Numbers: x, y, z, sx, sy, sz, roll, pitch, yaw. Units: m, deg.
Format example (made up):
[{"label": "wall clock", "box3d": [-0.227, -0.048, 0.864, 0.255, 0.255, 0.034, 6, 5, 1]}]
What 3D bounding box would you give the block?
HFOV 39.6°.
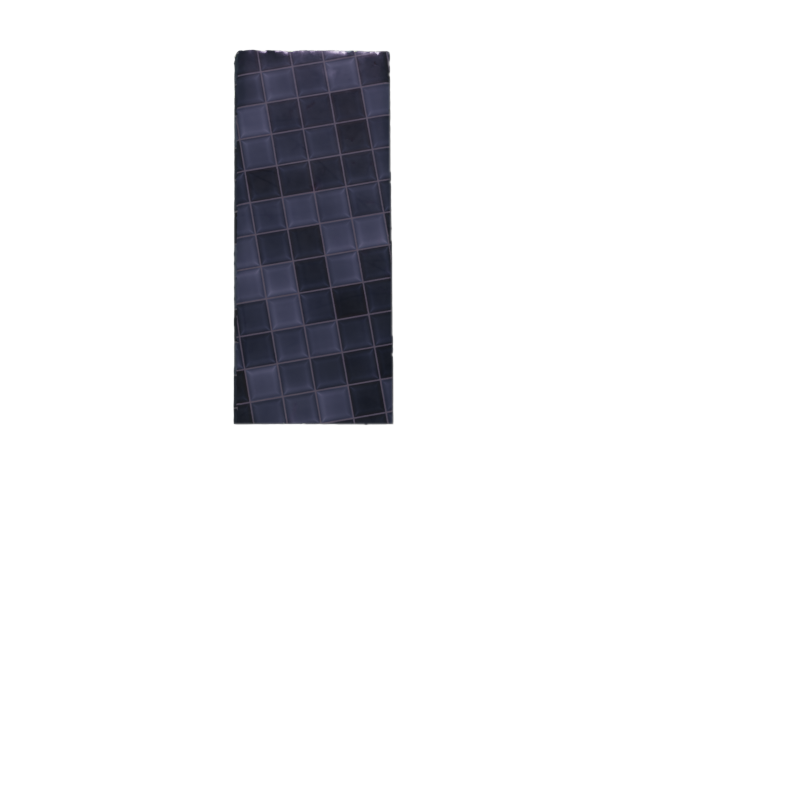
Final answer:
[{"label": "block", "box3d": [-0.052, -0.093, 0.650, 0.090, 0.209, 0.090, 0, -4, -3]}]
